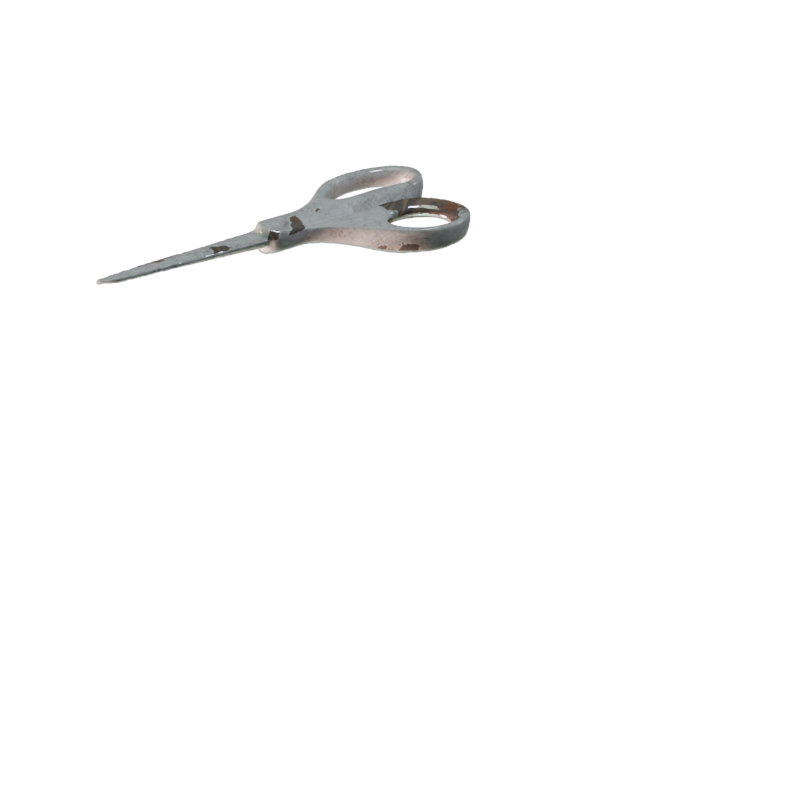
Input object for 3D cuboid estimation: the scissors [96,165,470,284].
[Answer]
[{"bbox_3d":[-0.044,-0.080,0.558,0.102,0.015,0.202,23,39,32],"label":"scissors"}]
